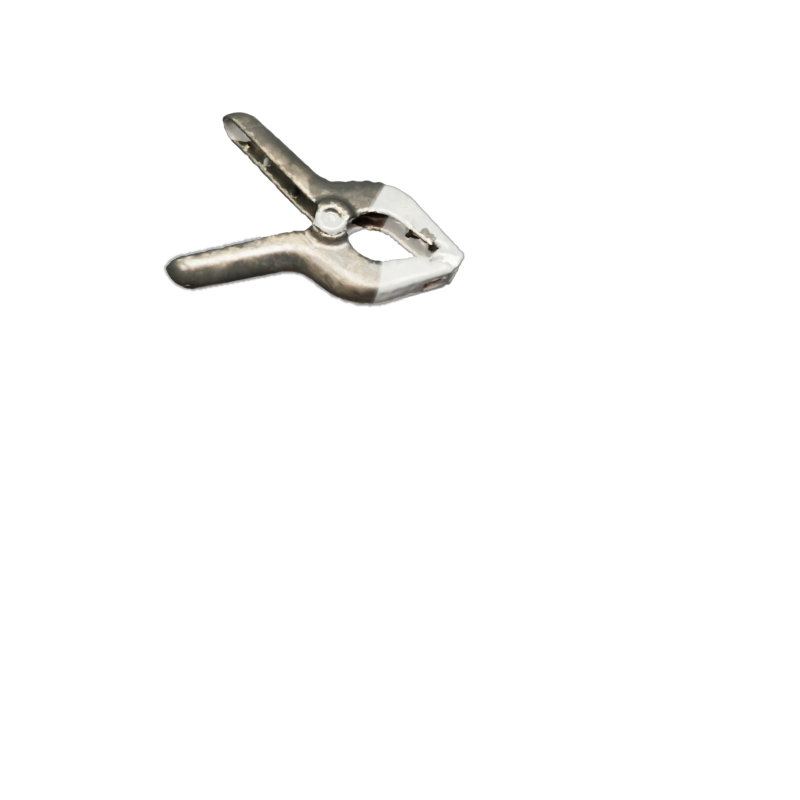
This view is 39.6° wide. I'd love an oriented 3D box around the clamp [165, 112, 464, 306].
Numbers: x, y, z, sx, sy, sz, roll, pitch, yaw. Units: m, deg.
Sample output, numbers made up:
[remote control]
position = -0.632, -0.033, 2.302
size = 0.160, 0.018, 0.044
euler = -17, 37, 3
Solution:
[clamp]
position = -0.052, -0.094, 0.661
size = 0.175, 0.123, 0.037
euler = 23, -18, 8
